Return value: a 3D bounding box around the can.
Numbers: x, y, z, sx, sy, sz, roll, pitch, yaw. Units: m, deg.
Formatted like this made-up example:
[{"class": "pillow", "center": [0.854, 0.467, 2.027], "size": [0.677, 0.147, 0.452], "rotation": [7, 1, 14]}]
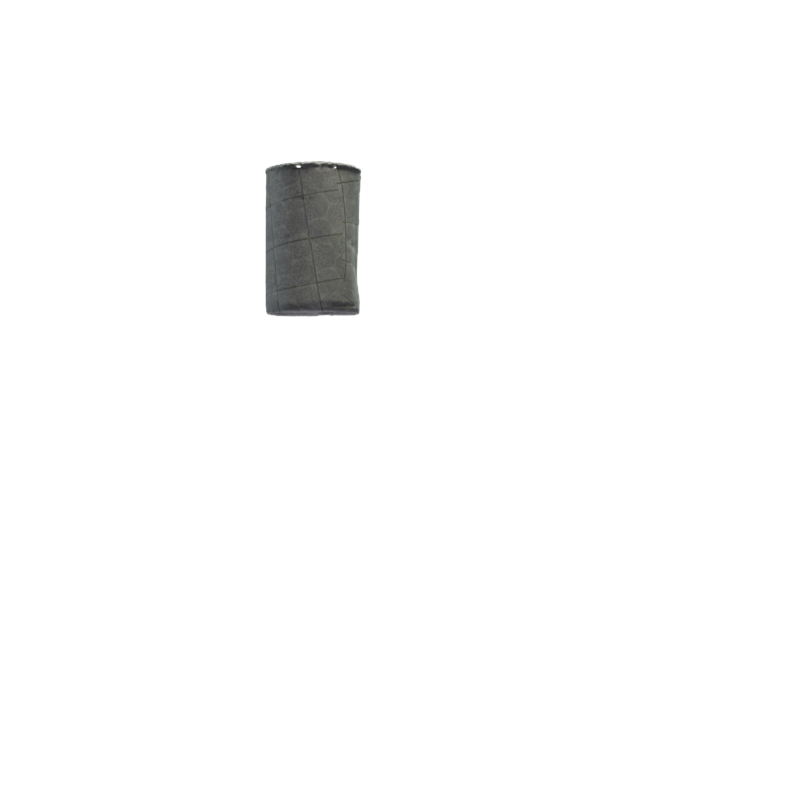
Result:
[{"class": "can", "center": [-0.061, -0.111, 0.778], "size": [0.068, 0.104, 0.068], "rotation": [0, -4, -2]}]
